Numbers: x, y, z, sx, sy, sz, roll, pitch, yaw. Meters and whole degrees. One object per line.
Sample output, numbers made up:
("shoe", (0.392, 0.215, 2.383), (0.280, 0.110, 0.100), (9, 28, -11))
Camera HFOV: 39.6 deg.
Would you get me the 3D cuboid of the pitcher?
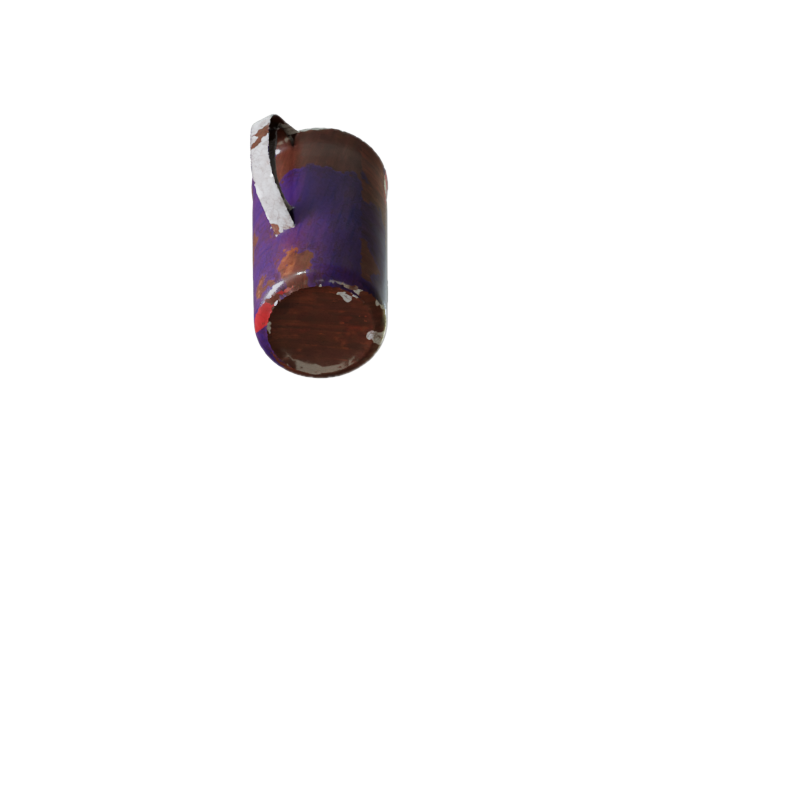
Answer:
("pitcher", (-0.077, -0.140, 0.979), (0.146, 0.138, 0.260), (12, 34, -12))
